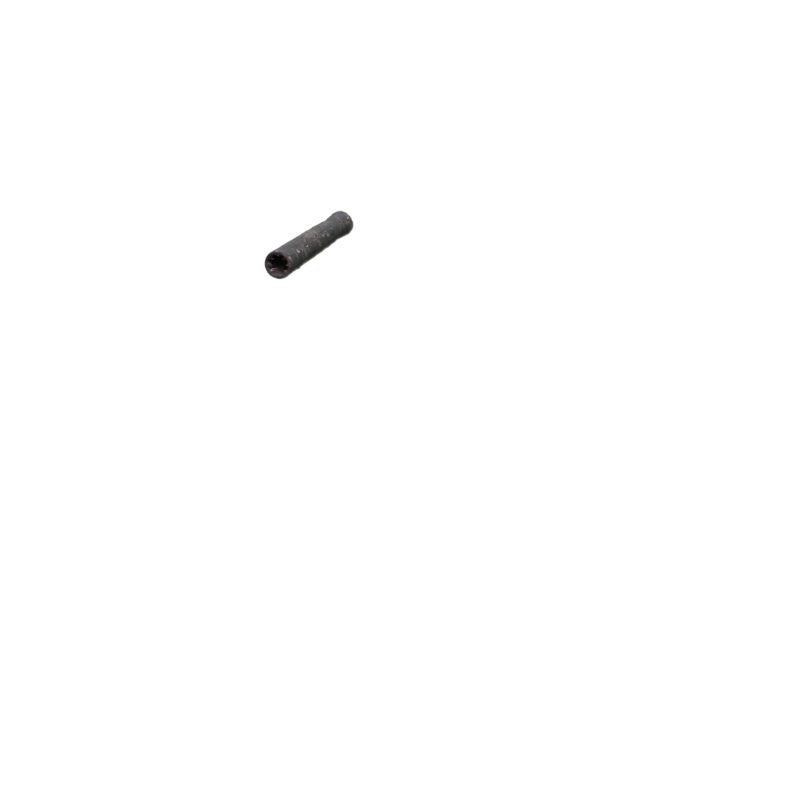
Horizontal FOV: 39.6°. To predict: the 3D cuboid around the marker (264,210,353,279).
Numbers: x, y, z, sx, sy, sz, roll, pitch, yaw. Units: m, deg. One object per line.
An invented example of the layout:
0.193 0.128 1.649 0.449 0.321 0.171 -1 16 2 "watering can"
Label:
-0.059 -0.107 0.749 0.020 0.019 0.123 1 22 19 "marker"
